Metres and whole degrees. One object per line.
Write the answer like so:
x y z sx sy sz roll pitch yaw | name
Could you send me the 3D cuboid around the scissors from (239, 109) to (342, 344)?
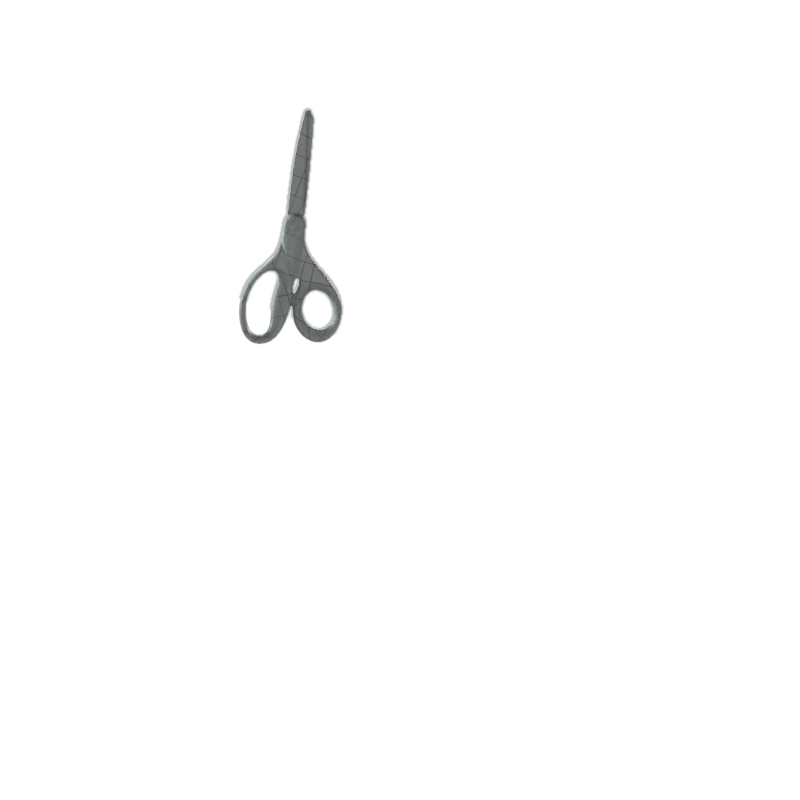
-0.073 -0.133 0.930 0.095 0.197 0.016 23 13 -6 | scissors
